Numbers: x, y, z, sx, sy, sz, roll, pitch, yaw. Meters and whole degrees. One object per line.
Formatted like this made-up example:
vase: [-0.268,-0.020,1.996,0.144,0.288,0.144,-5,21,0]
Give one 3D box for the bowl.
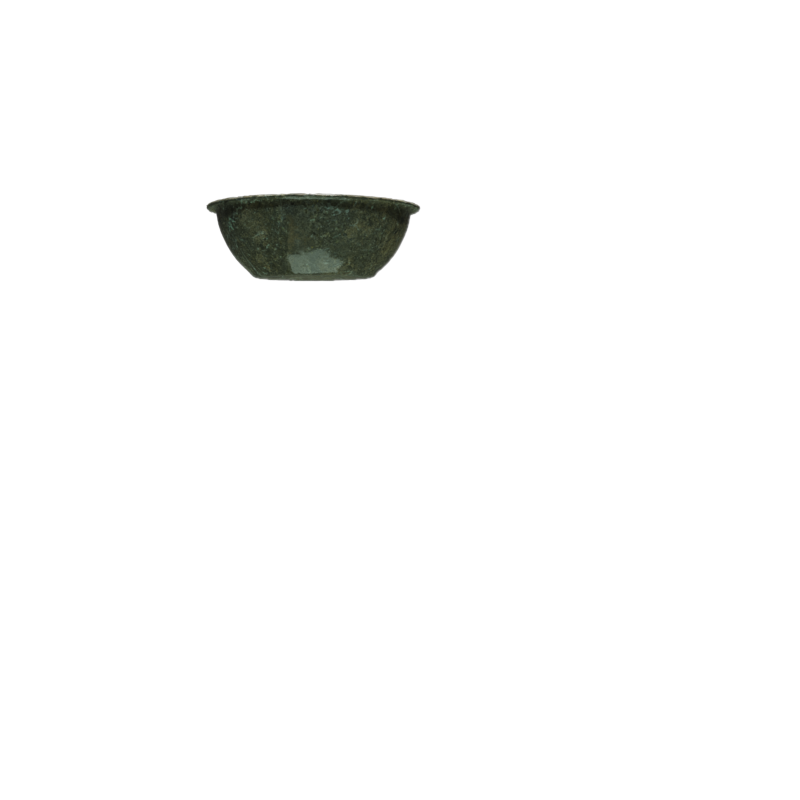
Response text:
bowl: [-0.065,-0.119,0.835,0.162,0.055,0.162,0,2,-2]
